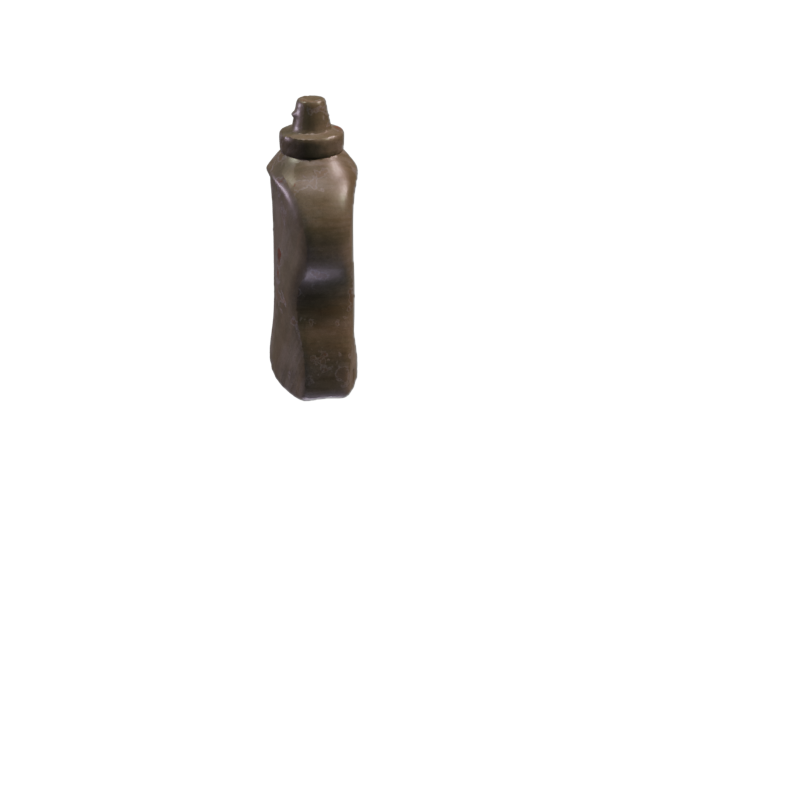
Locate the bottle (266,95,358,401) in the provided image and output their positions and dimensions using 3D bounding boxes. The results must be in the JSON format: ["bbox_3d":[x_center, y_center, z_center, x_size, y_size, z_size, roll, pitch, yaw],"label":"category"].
[{"bbox_3d":[-0.057,-0.103,0.723,0.058,0.182,0.102,-3,24,-11],"label":"bottle"}]
